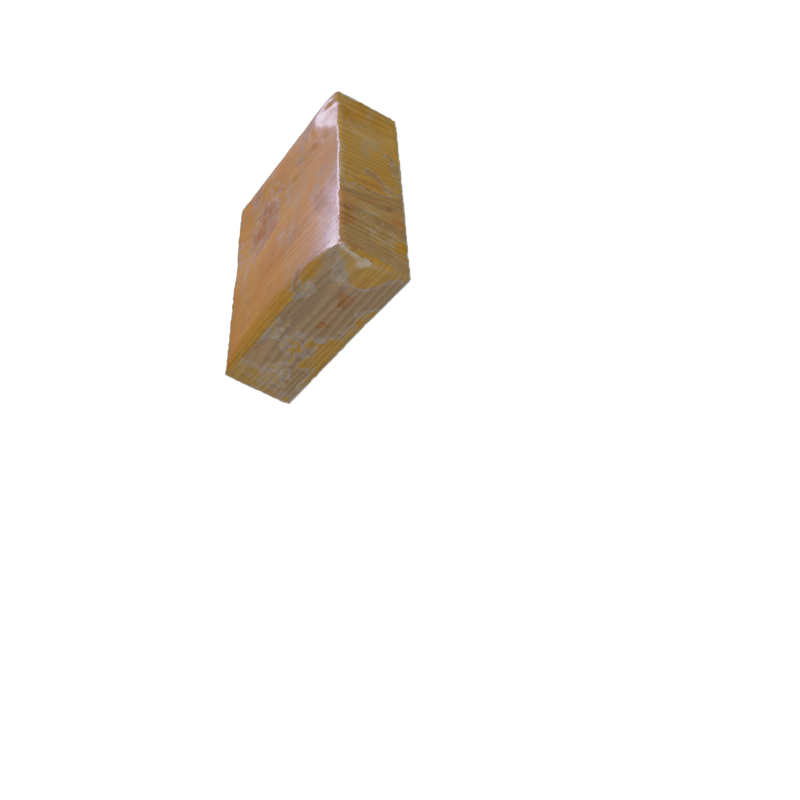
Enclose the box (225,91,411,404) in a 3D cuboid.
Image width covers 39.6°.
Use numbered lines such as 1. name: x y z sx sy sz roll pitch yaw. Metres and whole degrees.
1. box: -0.072 -0.131 0.916 0.068 0.230 0.160 27 -53 -26
